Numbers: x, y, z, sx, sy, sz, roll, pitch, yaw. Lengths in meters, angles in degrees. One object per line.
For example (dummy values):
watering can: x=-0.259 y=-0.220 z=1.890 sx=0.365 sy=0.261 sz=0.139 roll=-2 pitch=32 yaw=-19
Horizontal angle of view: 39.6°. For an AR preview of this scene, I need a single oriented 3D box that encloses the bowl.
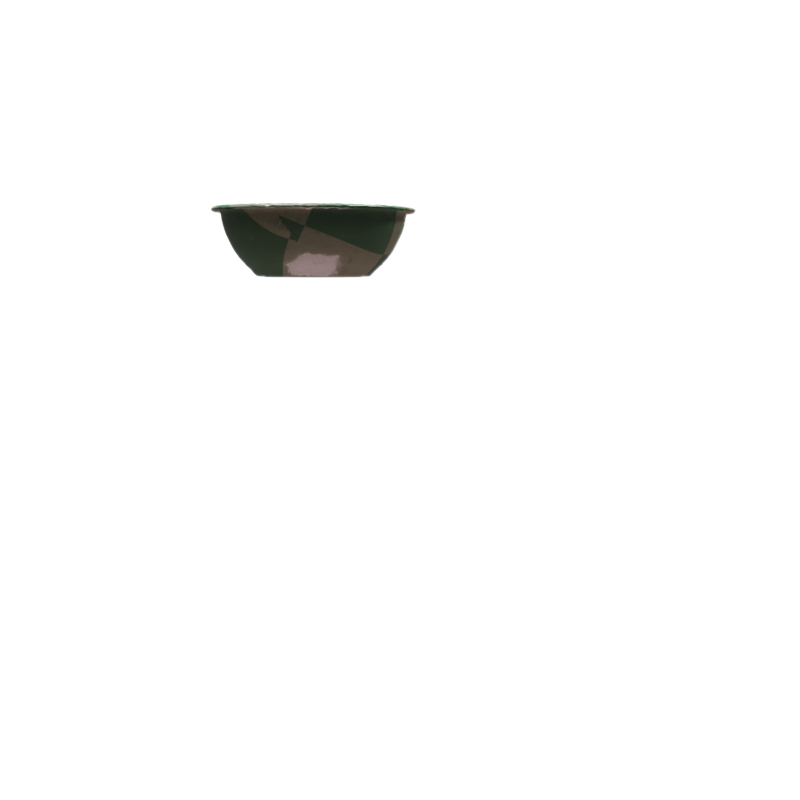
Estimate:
bowl: x=-0.069 y=-0.126 z=0.879 sx=0.162 sy=0.055 sz=0.164 roll=0 pitch=7 yaw=-2
